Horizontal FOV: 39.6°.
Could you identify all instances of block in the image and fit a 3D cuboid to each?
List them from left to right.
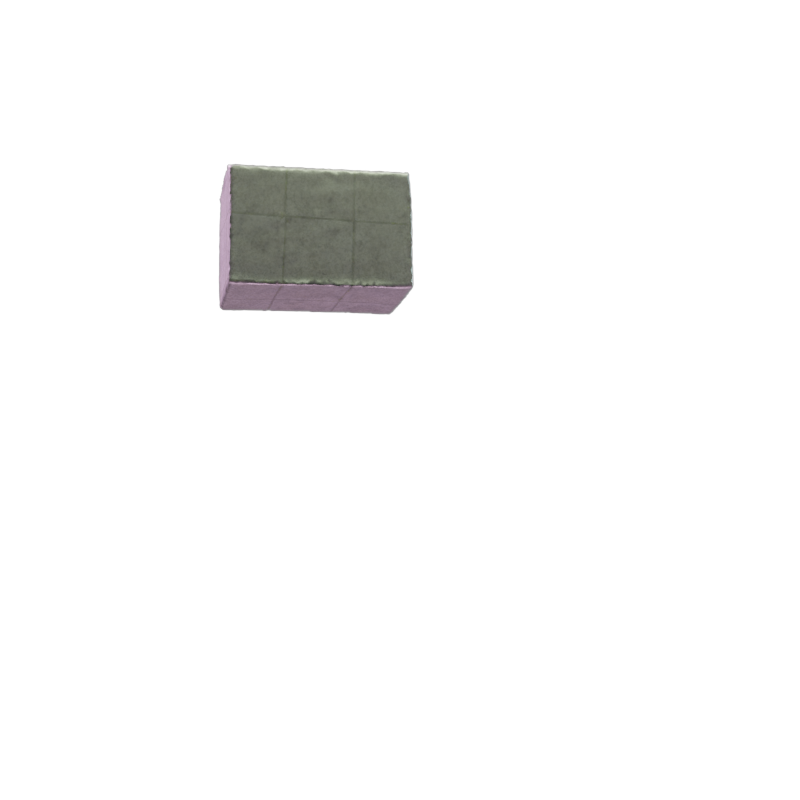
[{"bbox_3d":[-0.037,-0.067,0.471,0.077,0.053,0.052,2,-12,-10],"label":"block"}]
